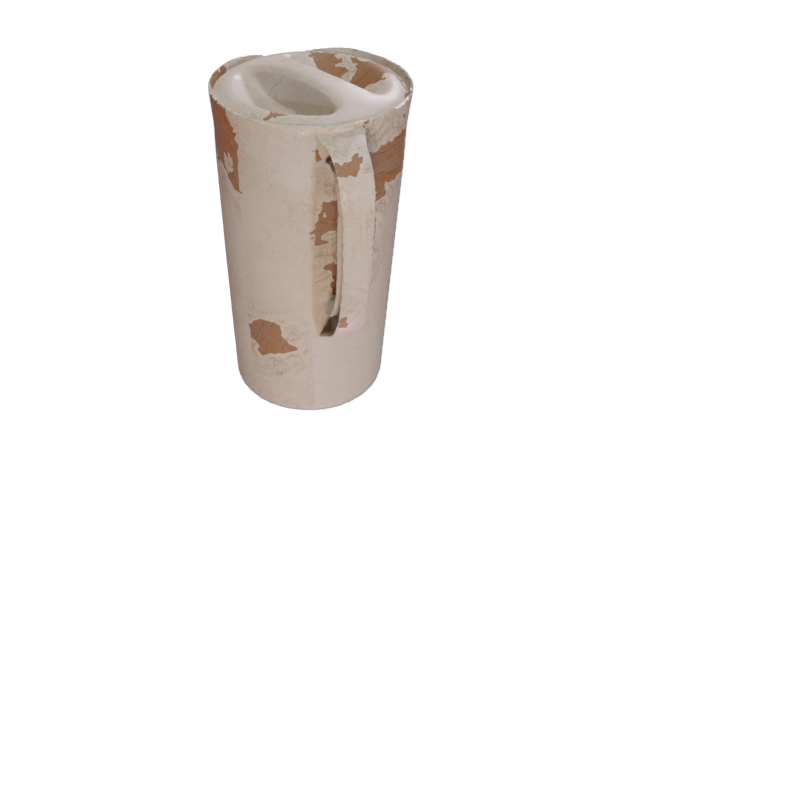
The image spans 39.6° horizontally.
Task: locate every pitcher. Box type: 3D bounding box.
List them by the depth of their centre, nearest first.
[{"bbox_3d":[-0.060,-0.110,0.768,0.151,0.228,0.153,16,37,20],"label":"pitcher"}]
